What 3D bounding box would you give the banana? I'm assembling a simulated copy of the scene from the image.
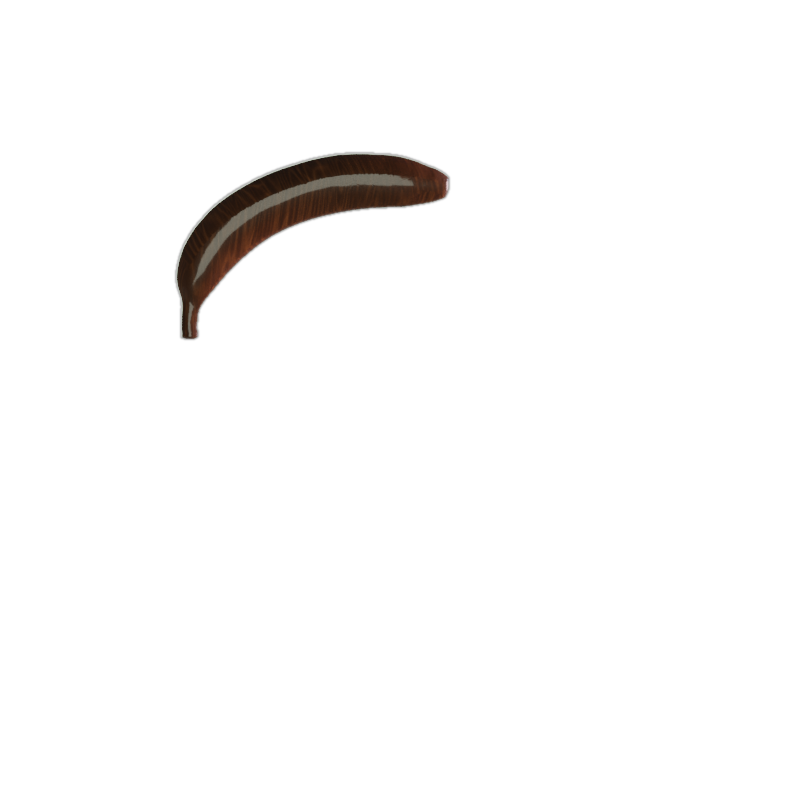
[{"bbox_3d":[-0.068,-0.115,0.709,0.198,0.068,0.038,-29,10,5],"label":"banana"}]
